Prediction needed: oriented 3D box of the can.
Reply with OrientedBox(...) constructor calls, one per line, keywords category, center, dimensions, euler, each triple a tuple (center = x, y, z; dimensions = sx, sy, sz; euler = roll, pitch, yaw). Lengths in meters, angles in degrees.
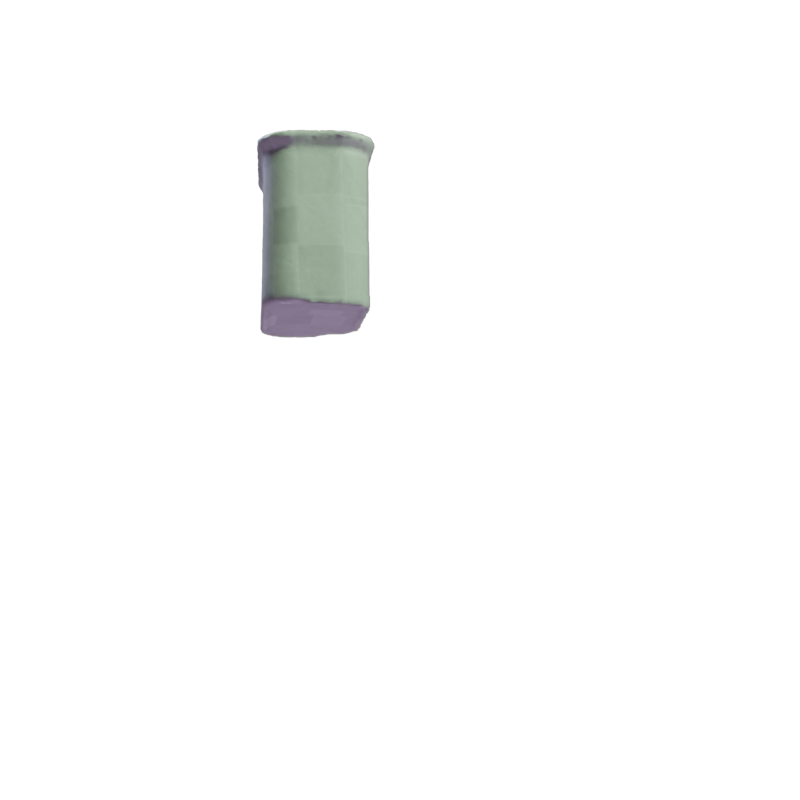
OrientedBox(category="can", center=(-0.044, -0.080, 0.562), dimensions=(0.057, 0.086, 0.100), euler=(0, -9, -6))
